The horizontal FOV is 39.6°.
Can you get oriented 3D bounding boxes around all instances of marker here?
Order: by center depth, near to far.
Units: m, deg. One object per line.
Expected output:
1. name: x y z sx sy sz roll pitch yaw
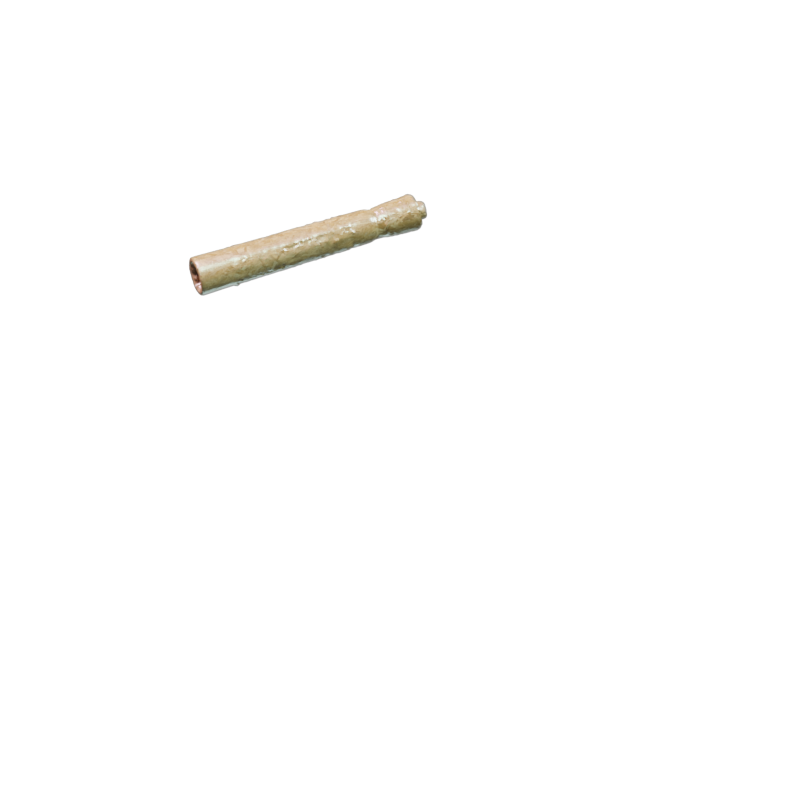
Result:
1. marker: -0.042 -0.076 0.533 0.120 0.019 0.020 -19 11 -19
